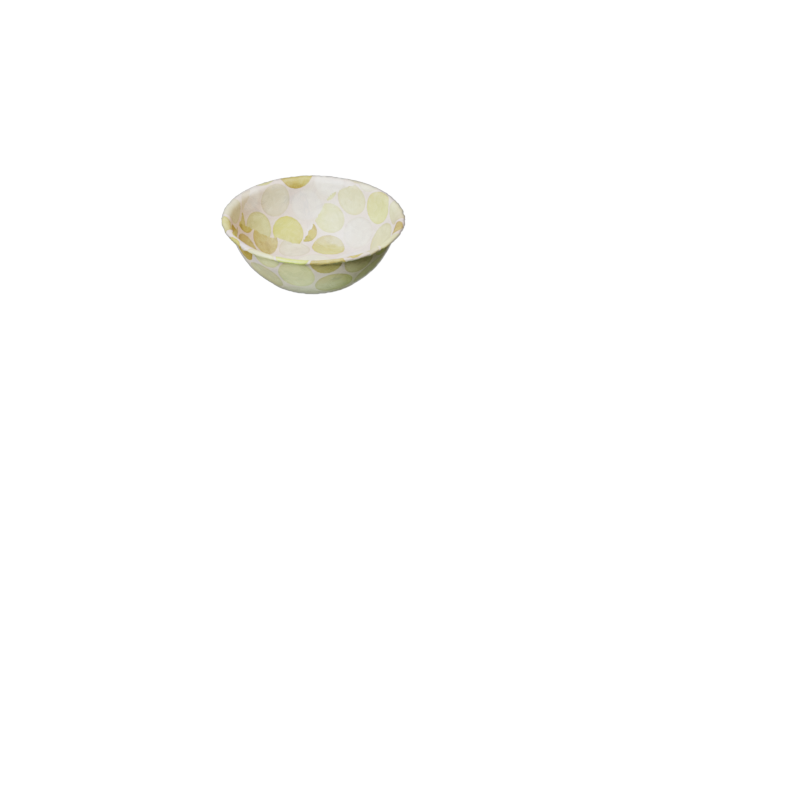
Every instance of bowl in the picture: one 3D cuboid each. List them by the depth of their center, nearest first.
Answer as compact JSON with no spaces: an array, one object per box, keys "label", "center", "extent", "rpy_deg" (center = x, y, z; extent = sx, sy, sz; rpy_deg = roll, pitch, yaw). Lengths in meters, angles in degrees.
[{"label":"bowl","center":[-0.077,-0.141,0.987],"extent":[0.162,0.052,0.173],"rpy_deg":[-1,35,-2]}]
